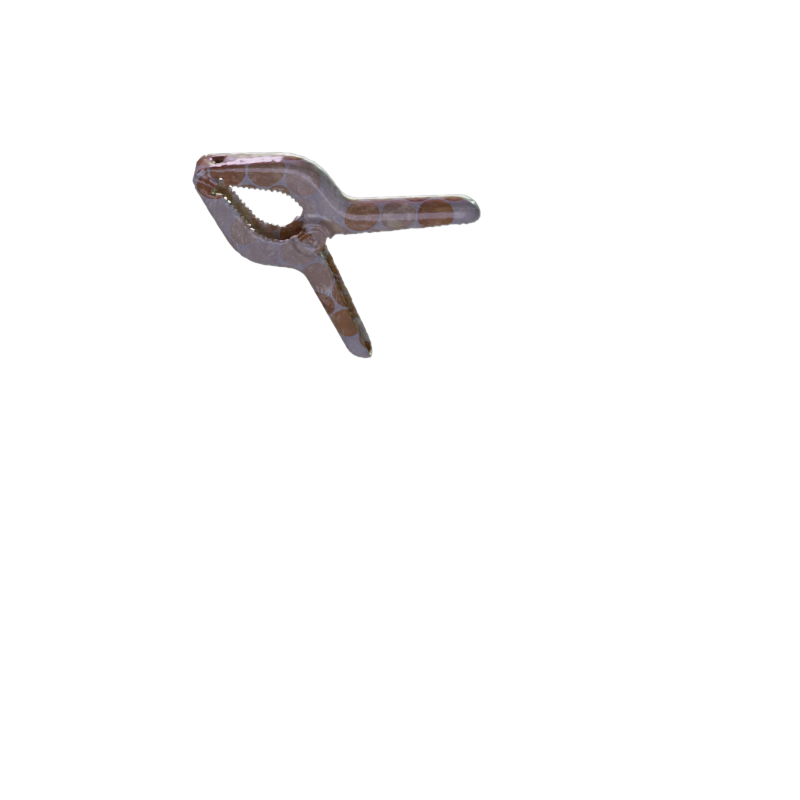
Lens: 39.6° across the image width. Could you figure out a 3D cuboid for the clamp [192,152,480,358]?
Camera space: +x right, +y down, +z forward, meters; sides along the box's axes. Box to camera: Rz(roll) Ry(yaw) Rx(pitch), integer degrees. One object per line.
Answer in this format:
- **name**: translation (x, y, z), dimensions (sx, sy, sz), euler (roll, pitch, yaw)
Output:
- **clamp**: translation (-0.067, -0.121, 0.850), dimensions (0.204, 0.158, 0.039), euler (21, 30, -13)
